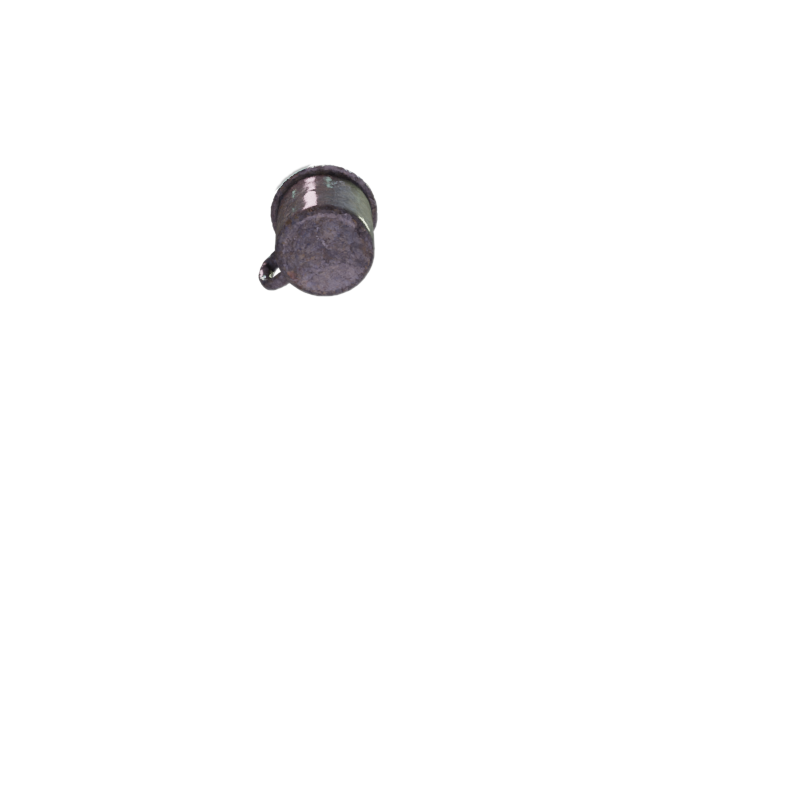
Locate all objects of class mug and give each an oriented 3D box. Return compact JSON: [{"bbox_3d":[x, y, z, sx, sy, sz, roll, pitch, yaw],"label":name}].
[{"bbox_3d":[-0.073,-0.133,0.930,0.116,0.088,0.086,-34,25,16],"label":"mug"}]
